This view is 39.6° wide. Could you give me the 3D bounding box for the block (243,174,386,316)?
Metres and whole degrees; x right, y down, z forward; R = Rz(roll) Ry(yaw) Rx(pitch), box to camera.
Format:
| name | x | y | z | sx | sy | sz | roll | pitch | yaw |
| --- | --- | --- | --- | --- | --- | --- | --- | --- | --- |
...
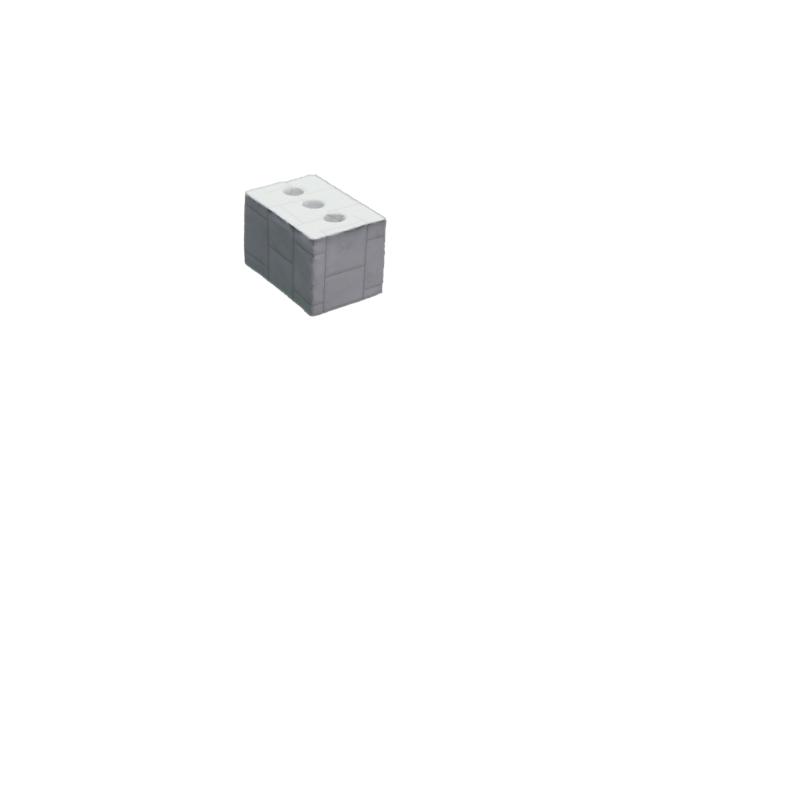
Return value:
| name | x | y | z | sx | sy | sz | roll | pitch | yaw |
| --- | --- | --- | --- | --- | --- | --- | --- | --- | --- |
| block | -0.051 | -0.094 | 0.655 | 0.052 | 0.048 | 0.084 | -19 | 37 | -30 |
